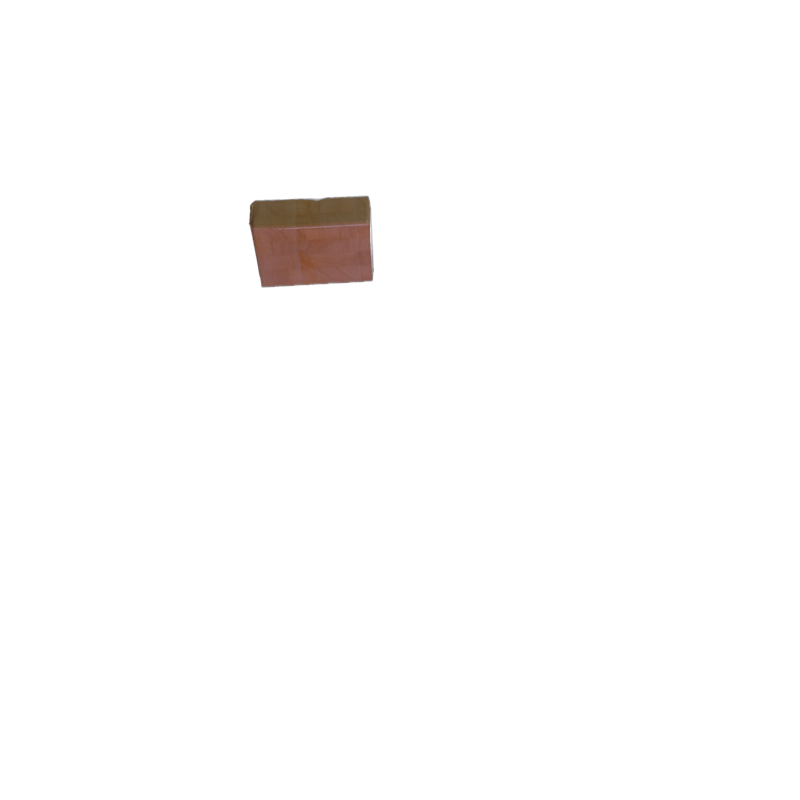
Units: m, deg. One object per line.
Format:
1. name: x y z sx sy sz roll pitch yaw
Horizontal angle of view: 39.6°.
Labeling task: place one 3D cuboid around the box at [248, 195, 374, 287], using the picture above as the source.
1. box: -0.065 -0.119 0.833 0.089 0.032 0.068 -2 -34 2
